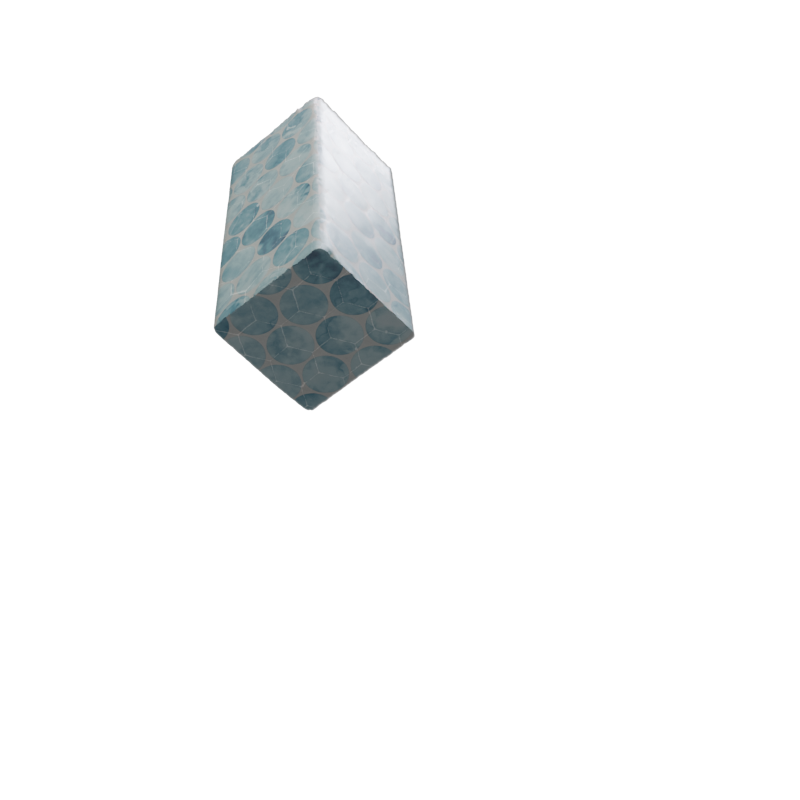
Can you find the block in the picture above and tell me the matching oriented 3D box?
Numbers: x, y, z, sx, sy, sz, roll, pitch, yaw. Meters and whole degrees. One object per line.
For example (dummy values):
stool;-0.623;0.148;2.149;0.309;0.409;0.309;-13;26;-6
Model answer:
block;-0.059;-0.107;0.749;0.090;0.221;0.085;-36;-59;21
